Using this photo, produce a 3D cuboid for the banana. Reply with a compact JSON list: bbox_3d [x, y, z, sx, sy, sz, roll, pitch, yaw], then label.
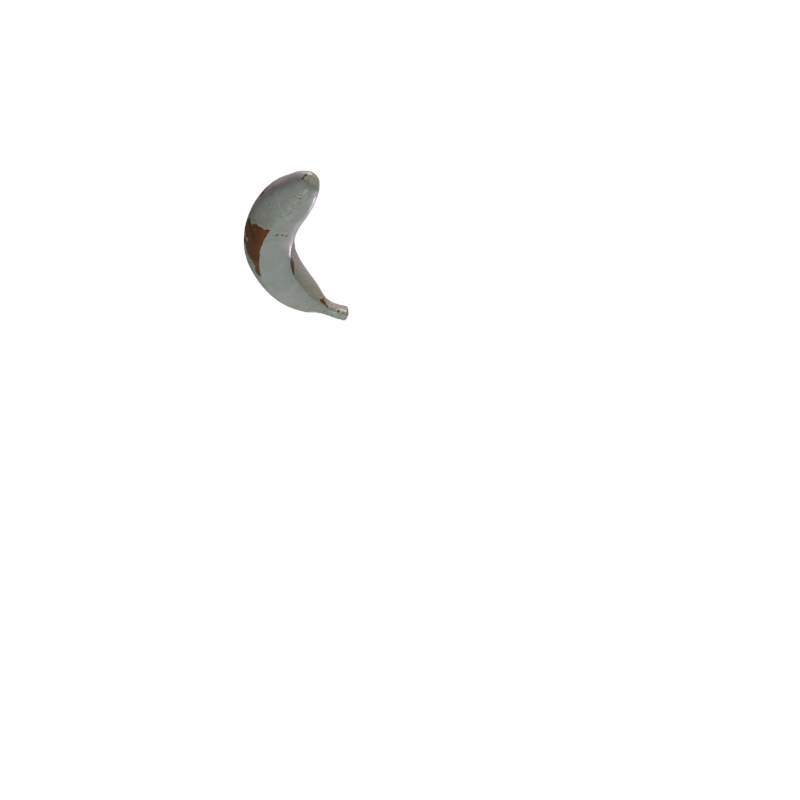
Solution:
[{"bbox_3d":[-0.082,-0.114,0.819,0.070,0.039,0.185,-2,-23,4],"label":"banana"}]
